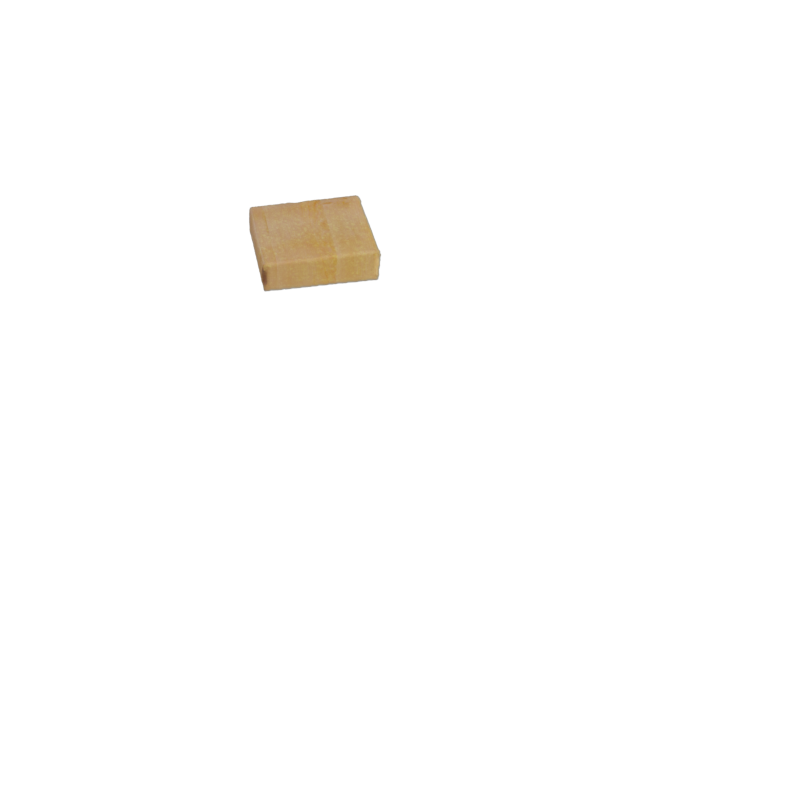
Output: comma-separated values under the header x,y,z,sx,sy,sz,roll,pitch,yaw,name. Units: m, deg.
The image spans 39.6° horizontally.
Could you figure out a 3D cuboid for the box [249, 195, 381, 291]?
x,y,z,sx,sy,sz,roll,pitch,yaw,name
-0.065,-0.119,0.836,0.088,0.028,0.079,-8,43,-9,box
